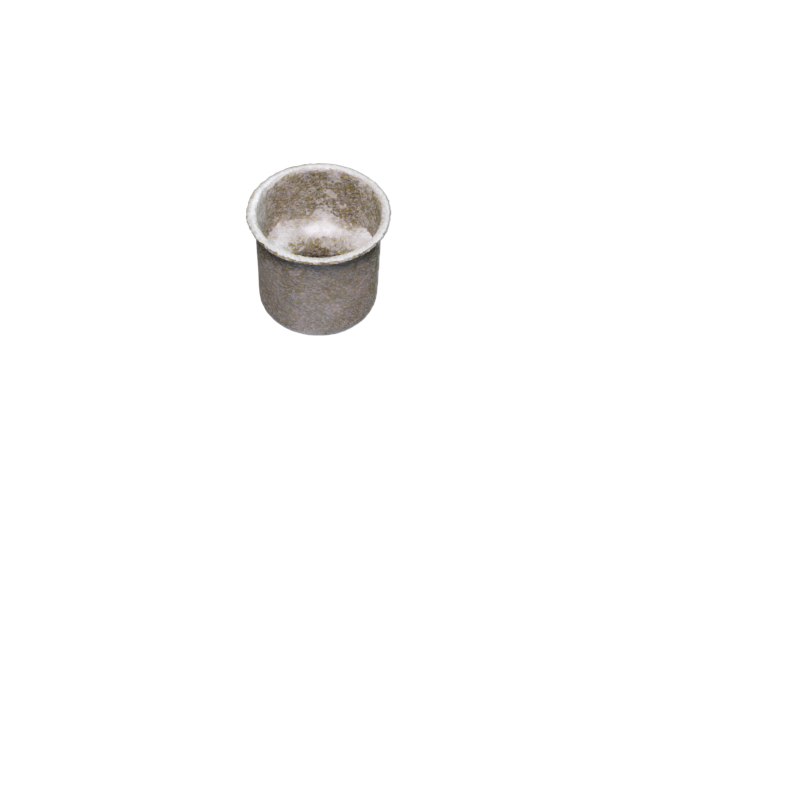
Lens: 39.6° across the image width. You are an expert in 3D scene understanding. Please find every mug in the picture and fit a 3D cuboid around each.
[{"bbox_3d":[-0.058,-0.106,0.746,0.092,0.127,0.076,-13,-39,-13],"label":"mug"}]
